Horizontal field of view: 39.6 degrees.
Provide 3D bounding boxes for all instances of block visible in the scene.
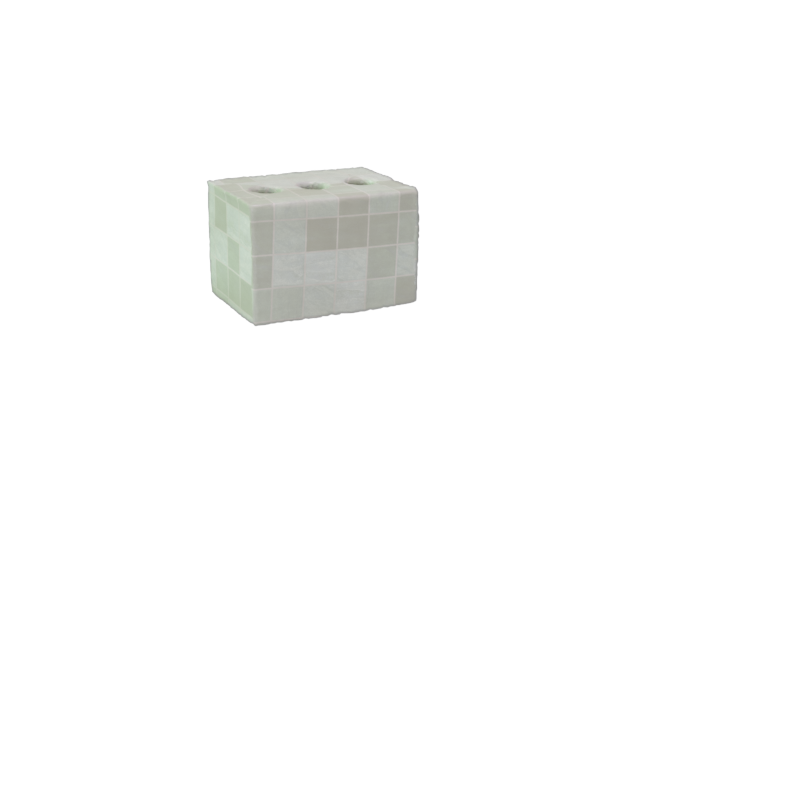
[{"bbox_3d":[-0.037,-0.068,0.474,0.076,0.049,0.056,-10,21,-25],"label":"block"}]
